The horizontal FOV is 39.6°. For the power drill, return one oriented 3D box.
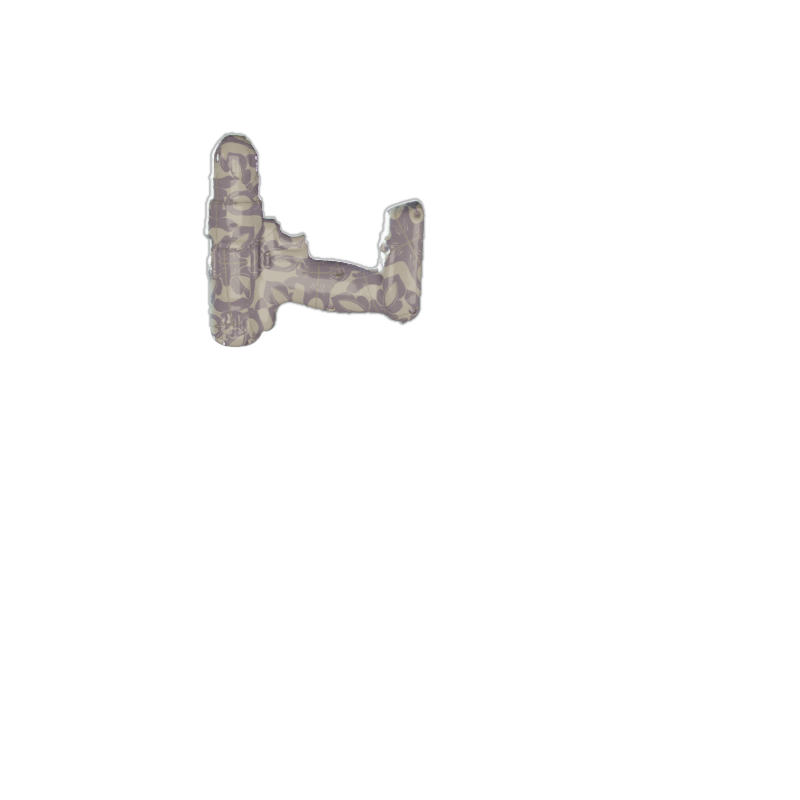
[{"bbox_3d":[-0.075,-0.137,0.958,0.187,0.179,0.059,1,13,-1],"label":"power drill"}]
